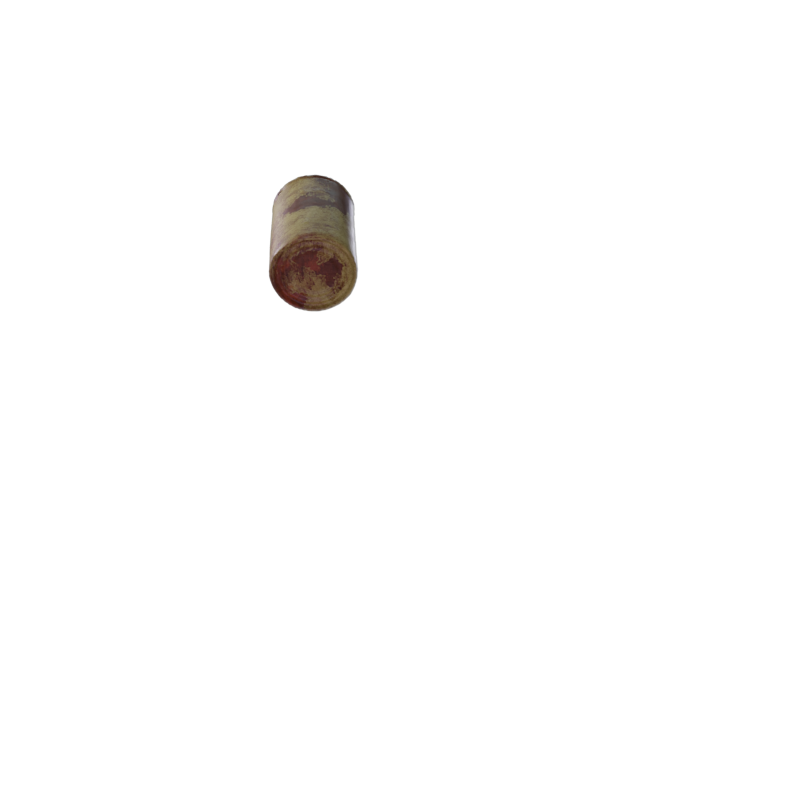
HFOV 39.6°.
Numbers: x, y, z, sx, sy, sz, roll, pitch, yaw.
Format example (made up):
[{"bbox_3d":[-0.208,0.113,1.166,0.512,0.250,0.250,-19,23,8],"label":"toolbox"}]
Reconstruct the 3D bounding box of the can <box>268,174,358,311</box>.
[{"bbox_3d":[-0.068,-0.124,0.867,0.068,0.064,0.109,-1,34,-3],"label":"can"}]
